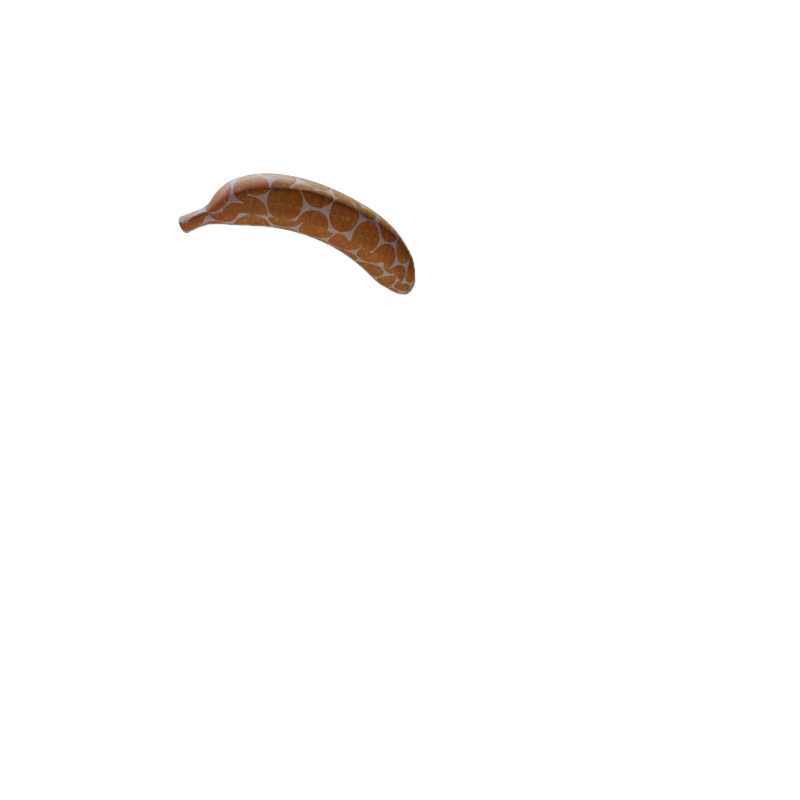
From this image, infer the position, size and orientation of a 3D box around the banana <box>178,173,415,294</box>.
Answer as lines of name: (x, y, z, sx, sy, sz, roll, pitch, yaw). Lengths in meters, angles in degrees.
banana: (-0.055, -0.121, 0.787, 0.188, 0.039, 0.069, 15, -30, -30)
